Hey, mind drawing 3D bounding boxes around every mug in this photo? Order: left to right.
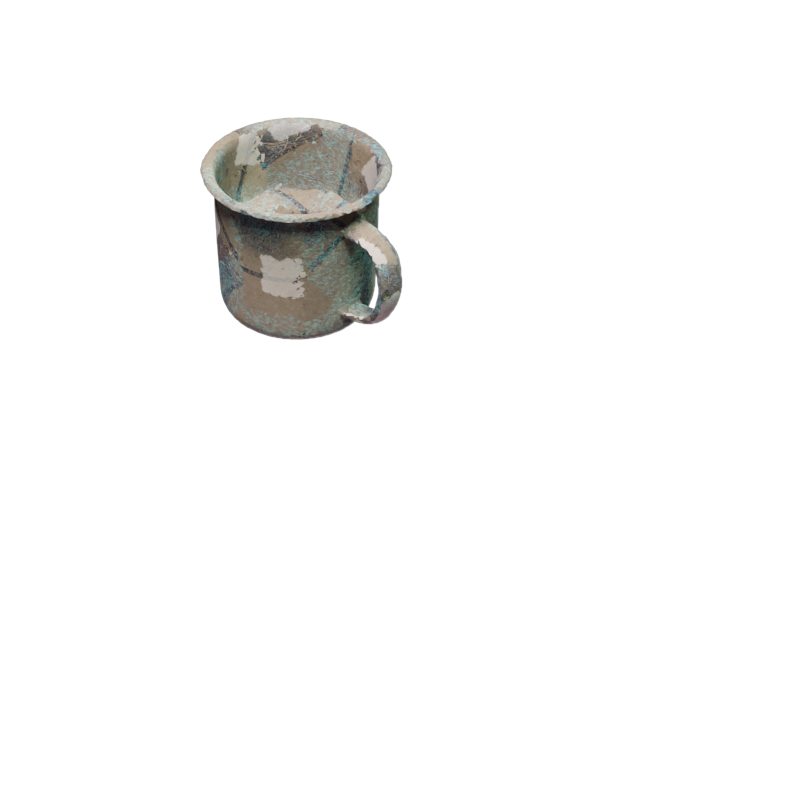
[{"bbox_3d":[-0.044,-0.079,0.556,0.125,0.076,0.093,33,50,32],"label":"mug"}]
